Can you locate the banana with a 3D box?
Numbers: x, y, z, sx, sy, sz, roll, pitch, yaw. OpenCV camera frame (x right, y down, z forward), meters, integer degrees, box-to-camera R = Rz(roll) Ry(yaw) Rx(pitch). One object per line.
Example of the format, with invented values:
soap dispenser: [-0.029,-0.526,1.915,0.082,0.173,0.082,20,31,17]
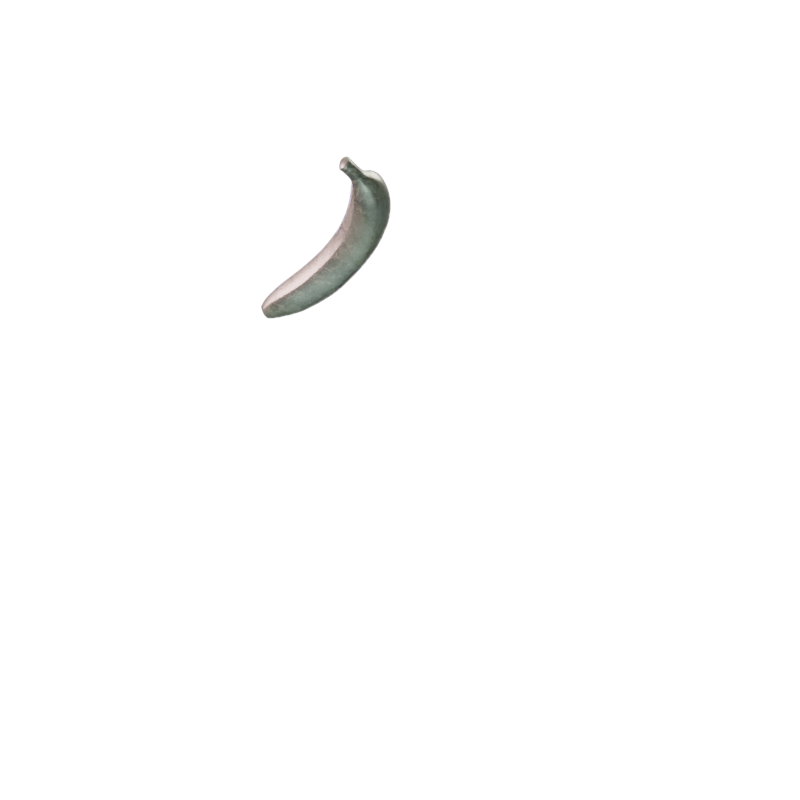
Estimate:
banana: [-0.057,-0.135,0.966,0.067,0.039,0.190,18,-47,-18]
